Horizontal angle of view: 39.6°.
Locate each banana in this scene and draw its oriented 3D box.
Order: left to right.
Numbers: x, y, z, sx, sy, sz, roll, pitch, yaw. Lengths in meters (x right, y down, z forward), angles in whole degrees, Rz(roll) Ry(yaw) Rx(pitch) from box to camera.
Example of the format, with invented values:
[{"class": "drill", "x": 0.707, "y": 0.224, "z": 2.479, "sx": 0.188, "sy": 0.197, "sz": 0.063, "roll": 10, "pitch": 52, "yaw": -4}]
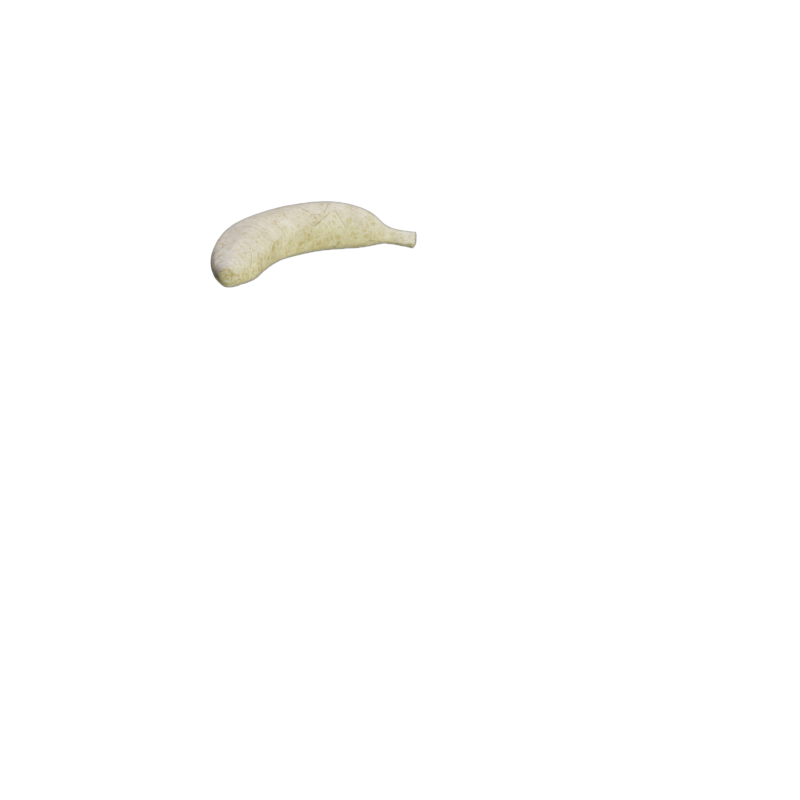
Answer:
[{"class": "banana", "x": -0.070, "y": -0.110, "z": 0.751, "sx": 0.073, "sy": 0.035, "sz": 0.195, "roll": 13, "pitch": 23, "yaw": 35}]
